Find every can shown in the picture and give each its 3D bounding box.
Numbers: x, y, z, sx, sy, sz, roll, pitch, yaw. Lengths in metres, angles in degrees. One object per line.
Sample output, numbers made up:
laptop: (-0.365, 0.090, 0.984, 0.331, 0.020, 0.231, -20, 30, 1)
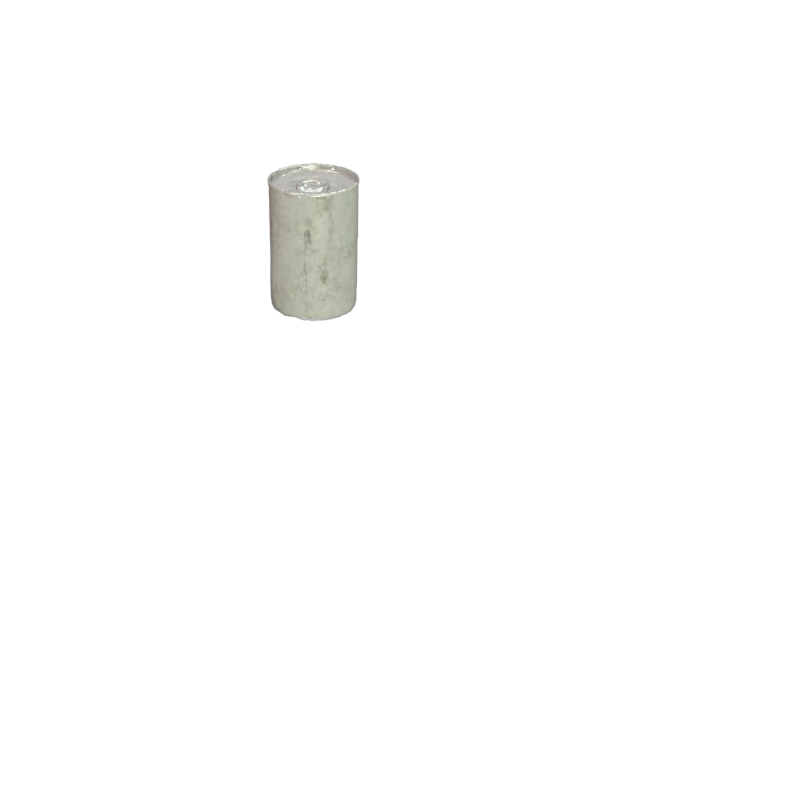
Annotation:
can: (-0.065, -0.119, 0.835, 0.068, 0.097, 0.072, 0, 26, -2)
